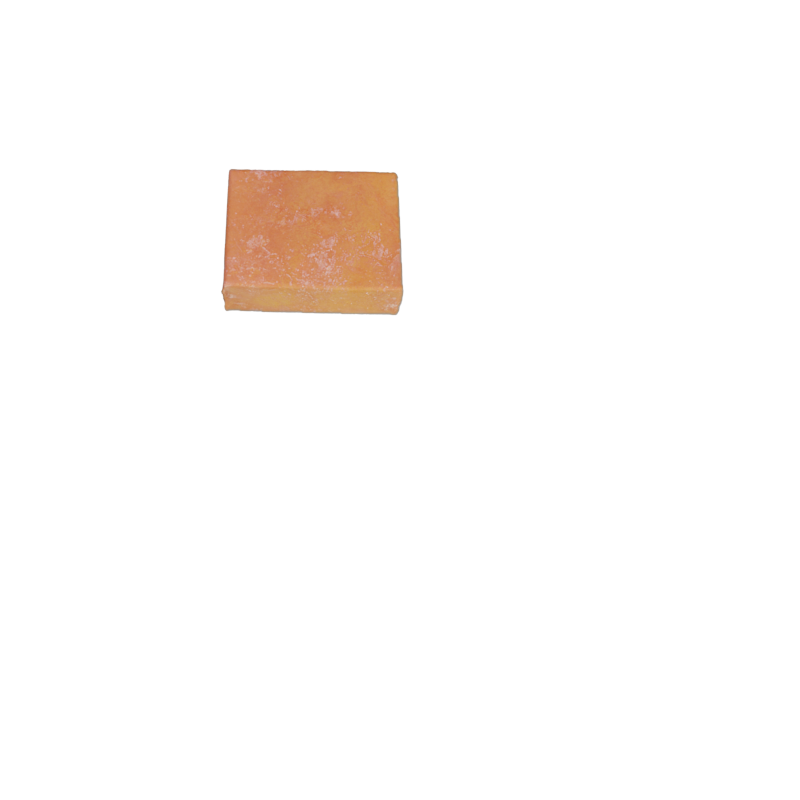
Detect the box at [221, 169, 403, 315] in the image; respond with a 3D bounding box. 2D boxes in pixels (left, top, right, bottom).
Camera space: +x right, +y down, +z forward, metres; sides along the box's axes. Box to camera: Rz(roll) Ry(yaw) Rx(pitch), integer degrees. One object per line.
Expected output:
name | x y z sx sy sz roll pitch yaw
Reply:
box | -0.056 -0.101 0.709 0.113 0.096 0.036 -1 -31 -1
